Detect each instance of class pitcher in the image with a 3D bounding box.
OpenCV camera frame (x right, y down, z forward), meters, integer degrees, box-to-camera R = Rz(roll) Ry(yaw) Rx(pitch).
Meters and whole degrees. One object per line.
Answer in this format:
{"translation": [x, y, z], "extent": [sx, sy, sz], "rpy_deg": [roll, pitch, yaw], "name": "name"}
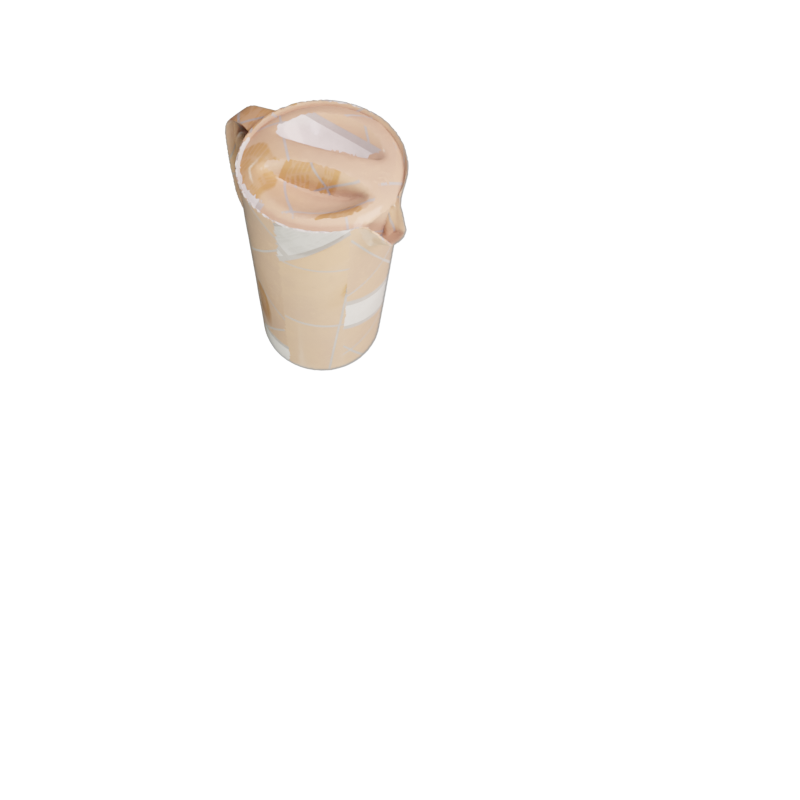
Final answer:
{"translation": [-0.074, -0.135, 0.944], "extent": [0.144, 0.159, 0.228], "rpy_deg": [0, -31, -3], "name": "pitcher"}
